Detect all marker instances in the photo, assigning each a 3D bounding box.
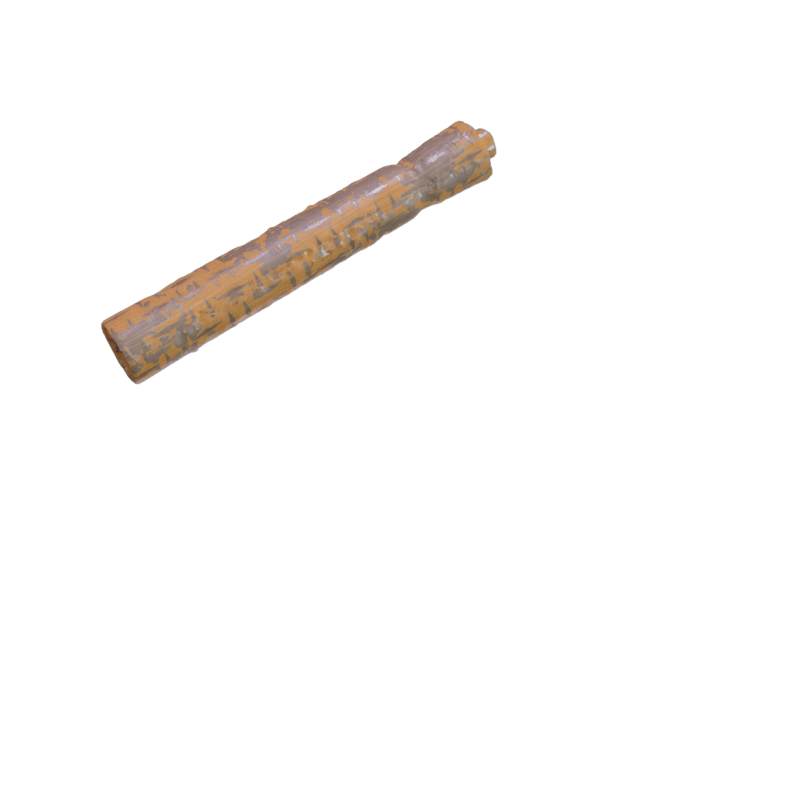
[{"bbox_3d":[-0.024,-0.043,0.301,0.121,0.019,0.020,-32,15,-17],"label":"marker"}]
